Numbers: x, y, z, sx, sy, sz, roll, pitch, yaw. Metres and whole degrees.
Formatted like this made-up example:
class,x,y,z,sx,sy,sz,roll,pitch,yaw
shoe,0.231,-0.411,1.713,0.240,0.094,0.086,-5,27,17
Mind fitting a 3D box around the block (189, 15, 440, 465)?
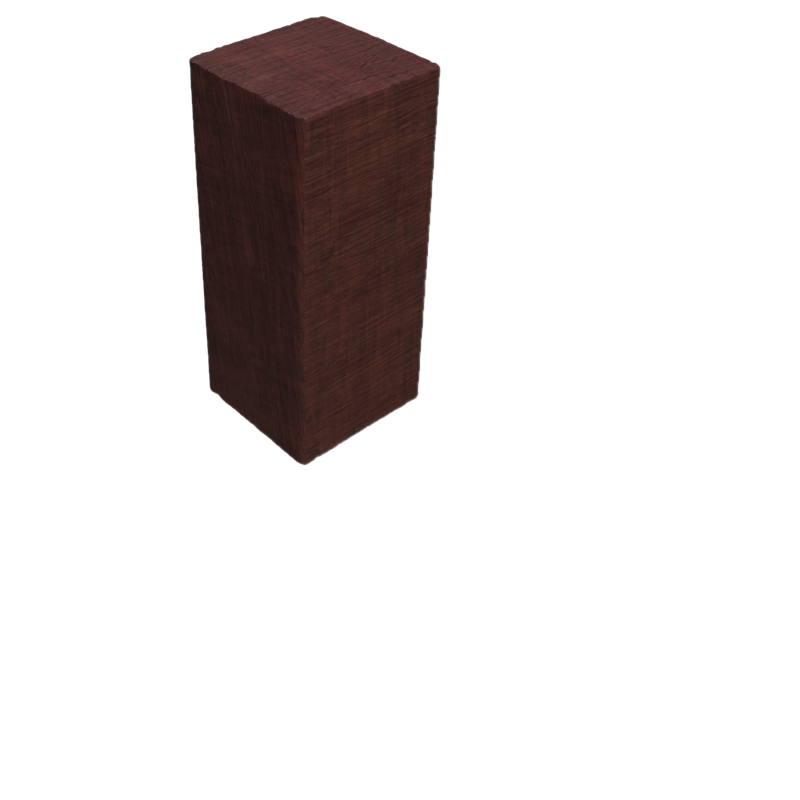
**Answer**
class,x,y,z,sx,sy,sz,roll,pitch,yaw
block,-0.046,-0.084,0.587,0.090,0.193,0.096,-28,46,-35
